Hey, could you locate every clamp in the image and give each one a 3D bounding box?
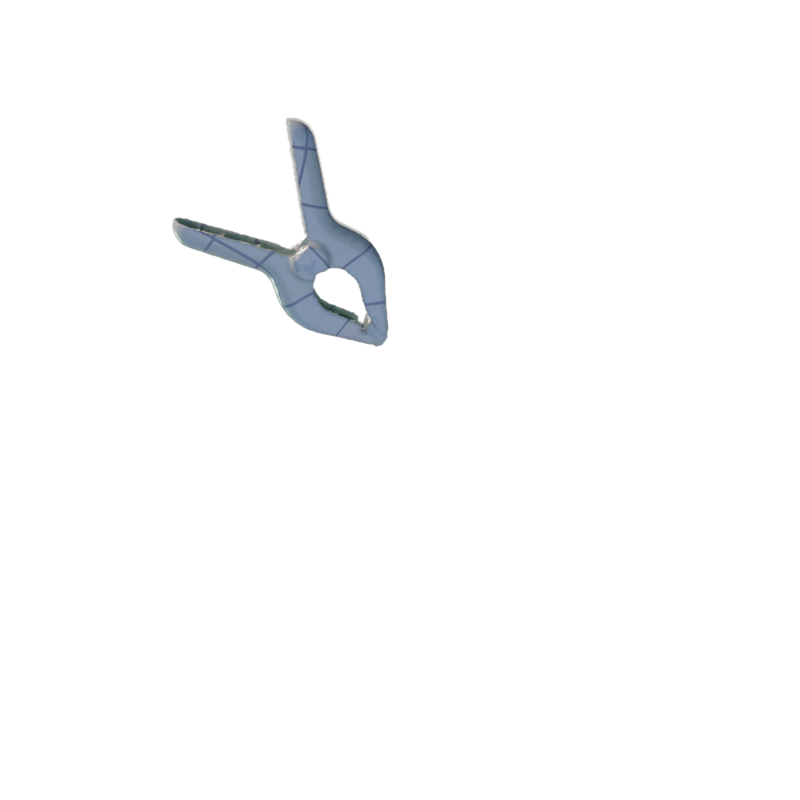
[{"bbox_3d":[-0.061,-0.112,0.785,0.165,0.118,0.041,39,18,-15],"label":"clamp"}]
